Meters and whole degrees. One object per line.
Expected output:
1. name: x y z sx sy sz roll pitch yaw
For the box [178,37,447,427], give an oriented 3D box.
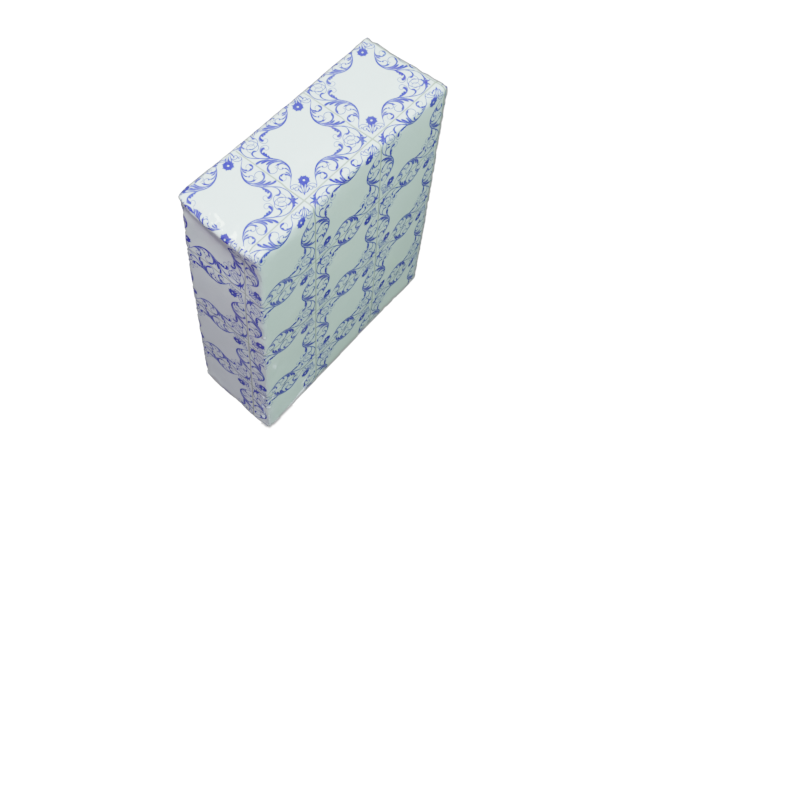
1. box: -0.055 -0.101 0.707 0.075 0.167 0.201 36 -25 15
